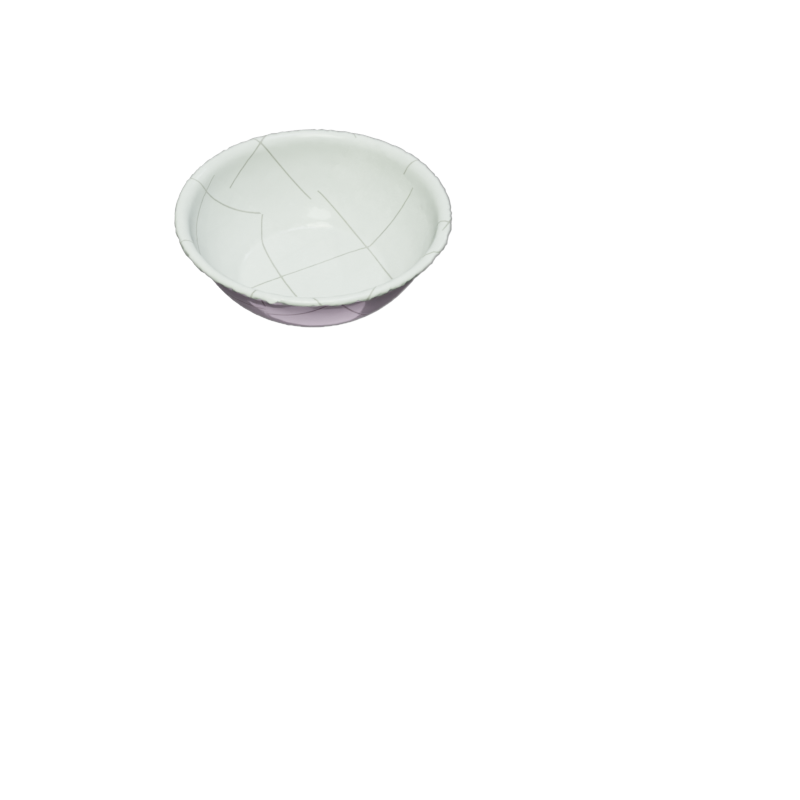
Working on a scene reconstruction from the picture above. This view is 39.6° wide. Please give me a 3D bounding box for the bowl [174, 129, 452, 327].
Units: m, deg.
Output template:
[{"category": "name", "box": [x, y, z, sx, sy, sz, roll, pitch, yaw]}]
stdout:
[{"category": "bowl", "box": [-0.052, -0.094, 0.661, 0.162, 0.174, 0.051, -1, -45, -1]}]
